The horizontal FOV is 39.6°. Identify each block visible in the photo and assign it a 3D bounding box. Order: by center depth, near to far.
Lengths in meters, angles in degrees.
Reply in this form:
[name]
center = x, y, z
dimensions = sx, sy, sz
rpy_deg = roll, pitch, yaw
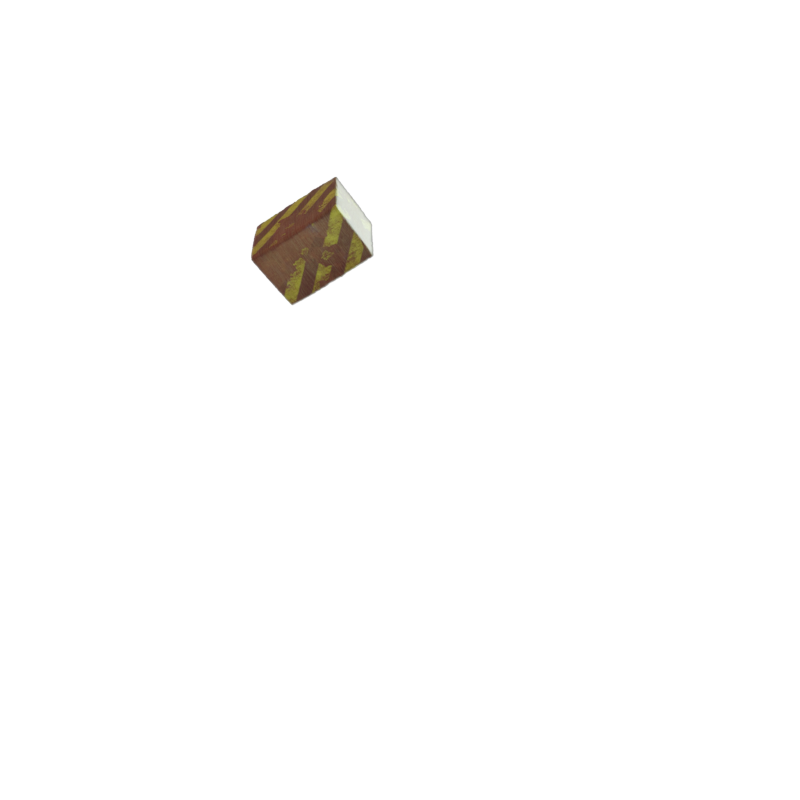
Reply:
[block]
center = -0.066, -0.120, 0.838
dimensions = 0.078, 0.050, 0.055
rpy_deg = -30, 29, 16
